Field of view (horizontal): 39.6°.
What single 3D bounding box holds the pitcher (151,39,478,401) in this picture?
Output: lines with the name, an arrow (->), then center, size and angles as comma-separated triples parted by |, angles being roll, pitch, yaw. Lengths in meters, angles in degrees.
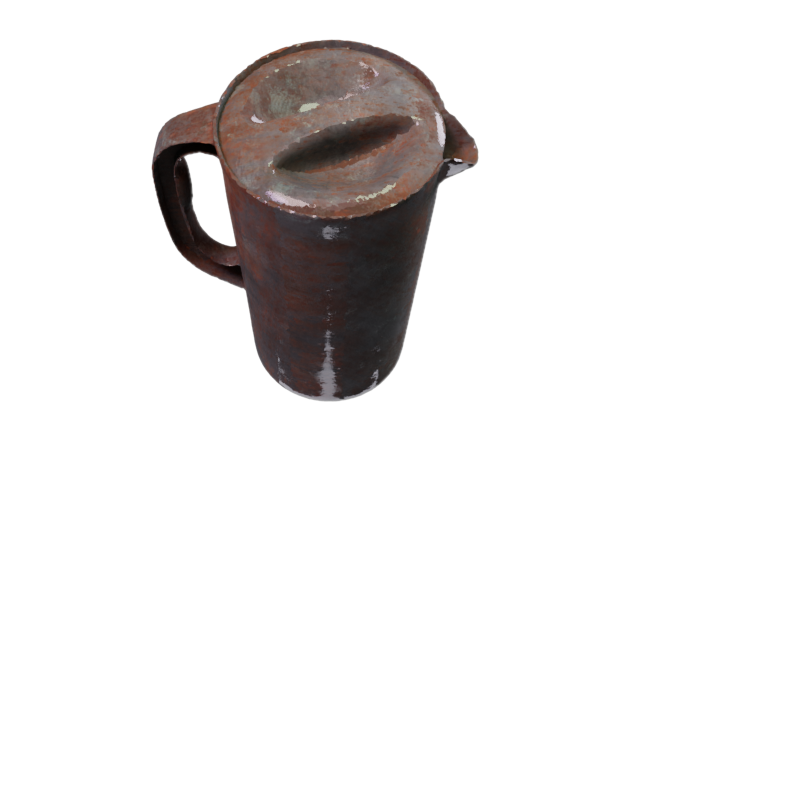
pitcher -> -0.056, -0.101, 0.710 | 0.146, 0.158, 0.228 | -38, -23, -23
